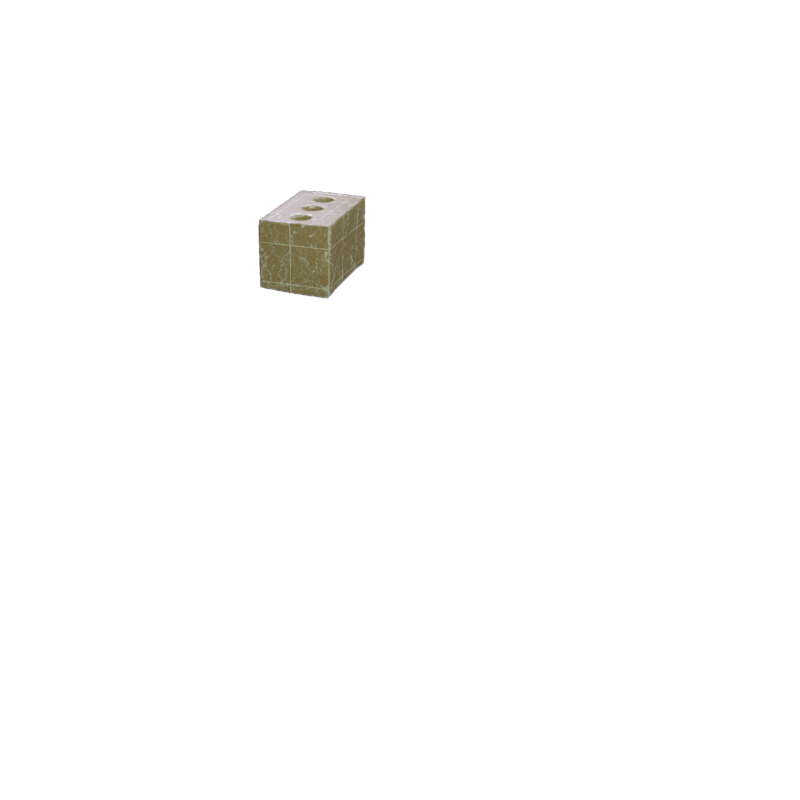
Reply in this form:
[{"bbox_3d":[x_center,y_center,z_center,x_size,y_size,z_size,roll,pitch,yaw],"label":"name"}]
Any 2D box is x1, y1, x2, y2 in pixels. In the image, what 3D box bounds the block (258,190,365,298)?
[{"bbox_3d":[-0.061,-0.111,0.778,0.054,0.049,0.080,8,25,16],"label":"block"}]
